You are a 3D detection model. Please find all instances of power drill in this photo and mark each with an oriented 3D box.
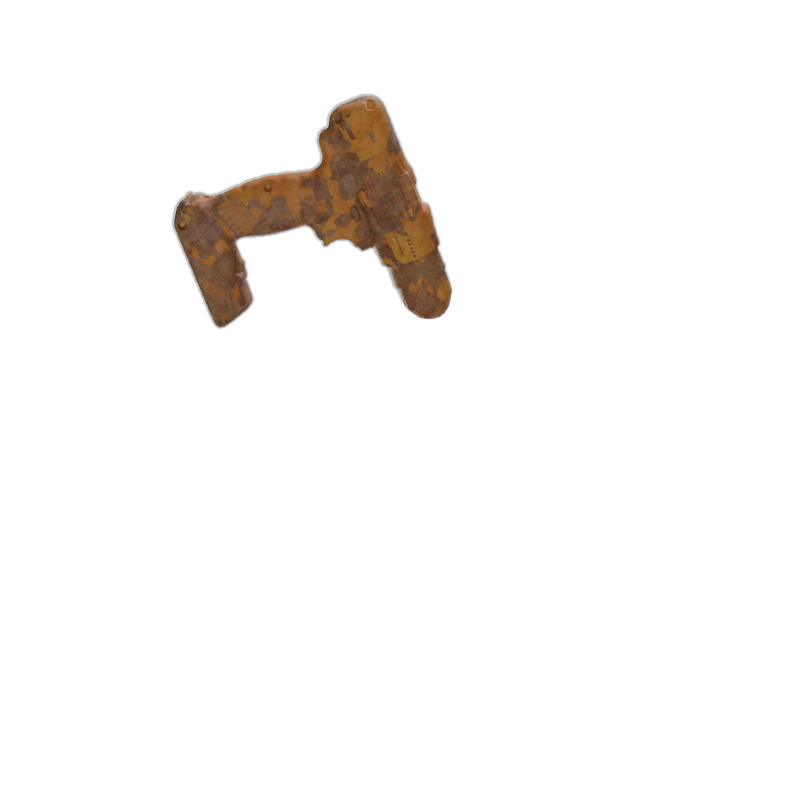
[{"bbox_3d":[-0.068,-0.123,0.862,0.188,0.178,0.059,-21,13,5],"label":"power drill"}]
